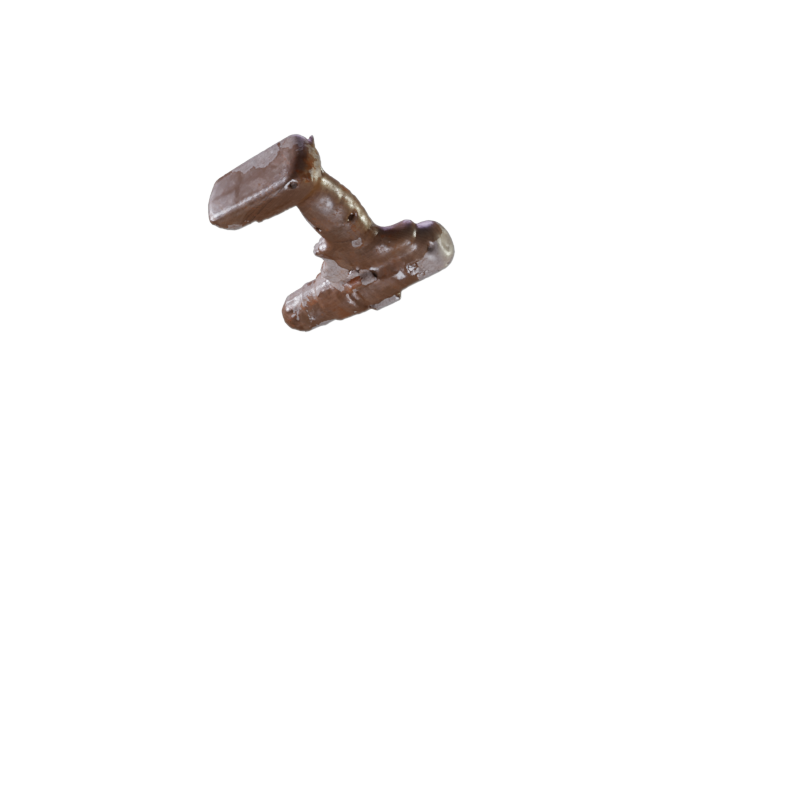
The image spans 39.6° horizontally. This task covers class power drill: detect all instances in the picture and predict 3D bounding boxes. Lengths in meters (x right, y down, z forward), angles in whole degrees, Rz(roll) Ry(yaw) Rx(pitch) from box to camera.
[{"bbox_3d":[-0.075,-0.137,0.956,0.185,0.061,0.175,-26,-43,31],"label":"power drill"}]
